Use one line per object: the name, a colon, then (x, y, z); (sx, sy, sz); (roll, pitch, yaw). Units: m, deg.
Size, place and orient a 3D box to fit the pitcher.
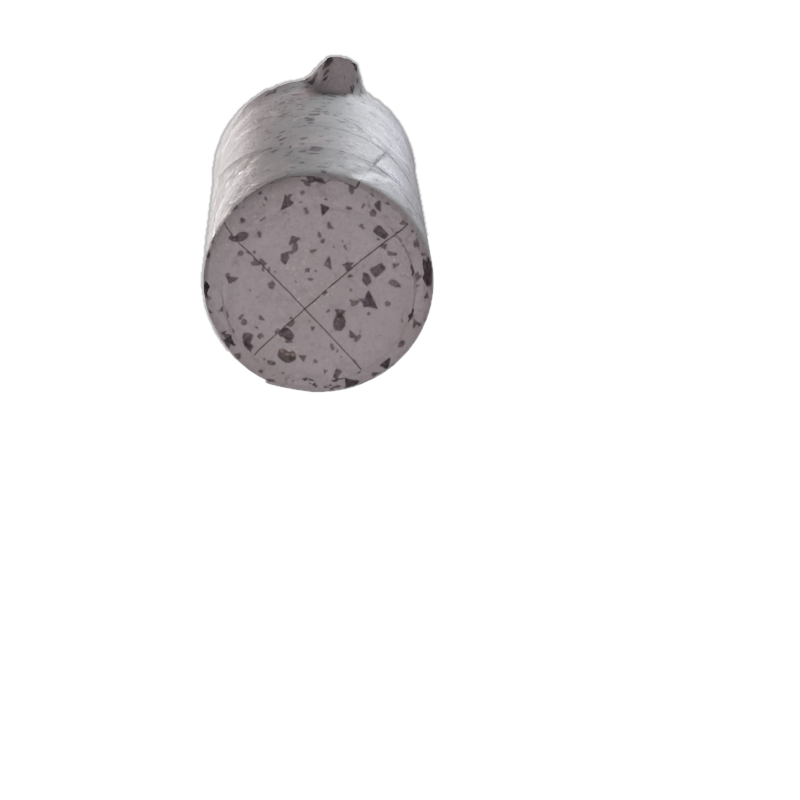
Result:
pitcher: (-0.049, -0.089, 0.624); (0.145, 0.143, 0.254); (-30, 20, 8)
